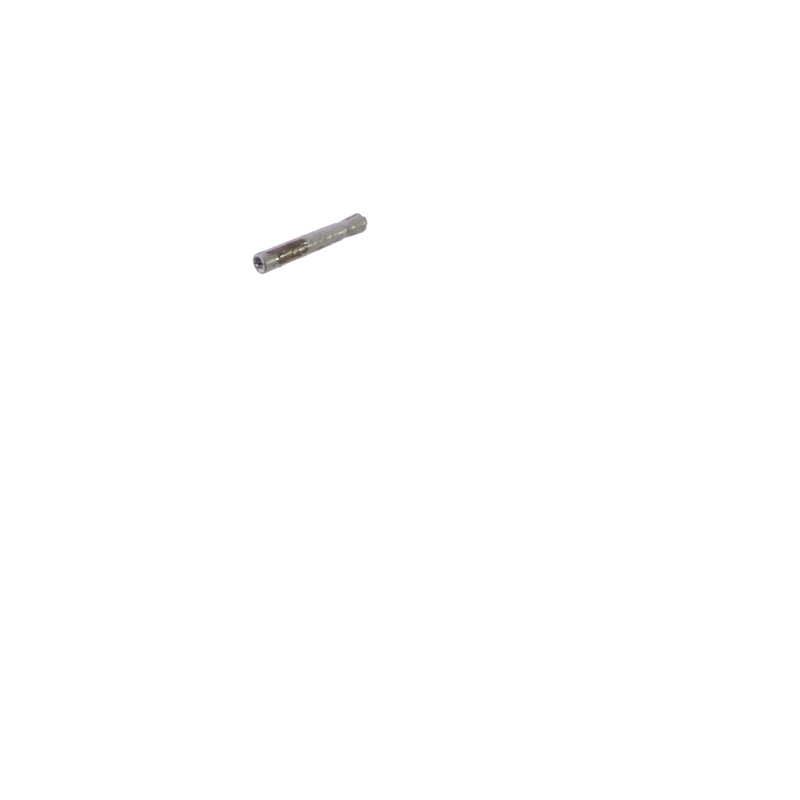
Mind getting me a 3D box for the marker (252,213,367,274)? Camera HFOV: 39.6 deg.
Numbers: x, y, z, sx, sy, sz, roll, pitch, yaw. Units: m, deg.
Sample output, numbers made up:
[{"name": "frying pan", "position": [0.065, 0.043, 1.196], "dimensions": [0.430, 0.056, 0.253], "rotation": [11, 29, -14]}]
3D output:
[{"name": "marker", "position": [-0.077, -0.141, 0.989], "dimensions": [0.120, 0.019, 0.021], "rotation": [-28, 19, -32]}]
